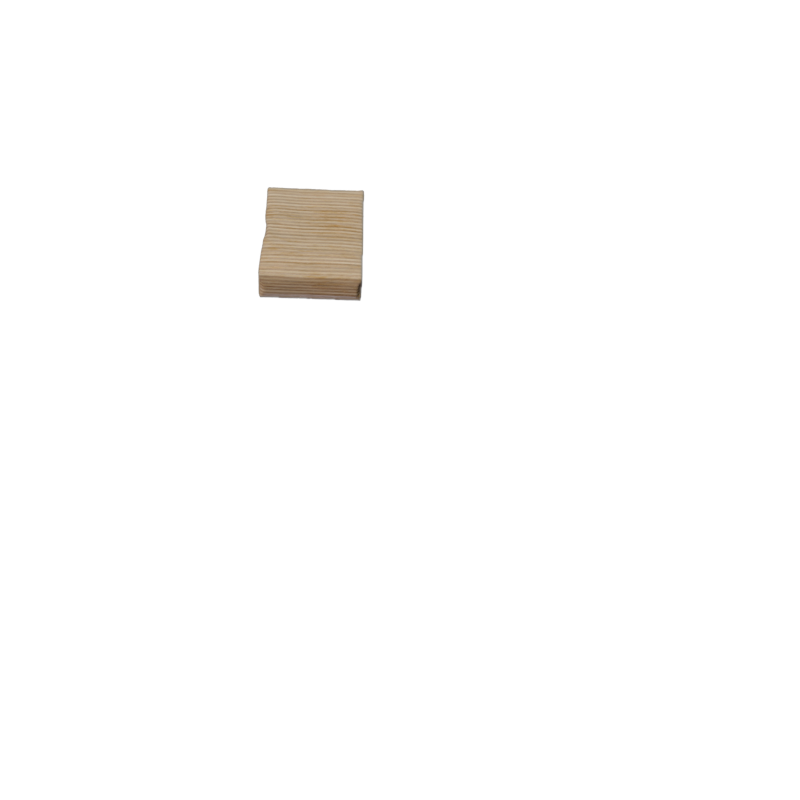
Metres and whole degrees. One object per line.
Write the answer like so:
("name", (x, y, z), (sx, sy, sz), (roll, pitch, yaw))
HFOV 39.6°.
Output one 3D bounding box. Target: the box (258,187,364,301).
("box", (-0.063, -0.115, 0.804), (0.073, 0.095, 0.028), (1, -39, 1))
